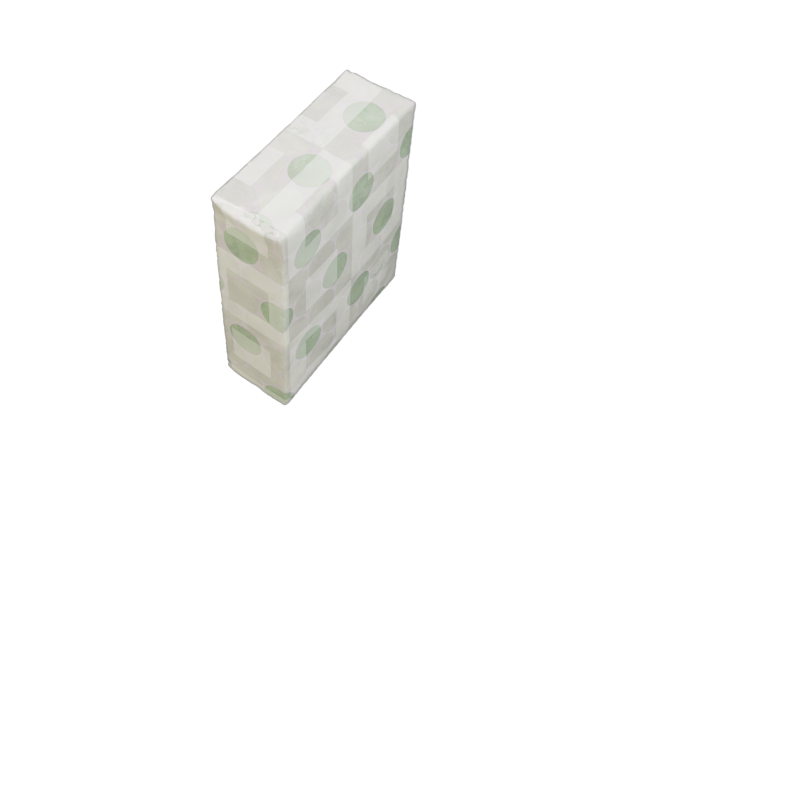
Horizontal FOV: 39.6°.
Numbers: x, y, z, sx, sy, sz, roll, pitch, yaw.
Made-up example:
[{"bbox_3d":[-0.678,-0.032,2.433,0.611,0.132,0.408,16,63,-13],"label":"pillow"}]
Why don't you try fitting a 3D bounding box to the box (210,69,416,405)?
[{"bbox_3d":[-0.067,-0.122,0.853,0.075,0.168,0.200,30,-31,15],"label":"box"}]
